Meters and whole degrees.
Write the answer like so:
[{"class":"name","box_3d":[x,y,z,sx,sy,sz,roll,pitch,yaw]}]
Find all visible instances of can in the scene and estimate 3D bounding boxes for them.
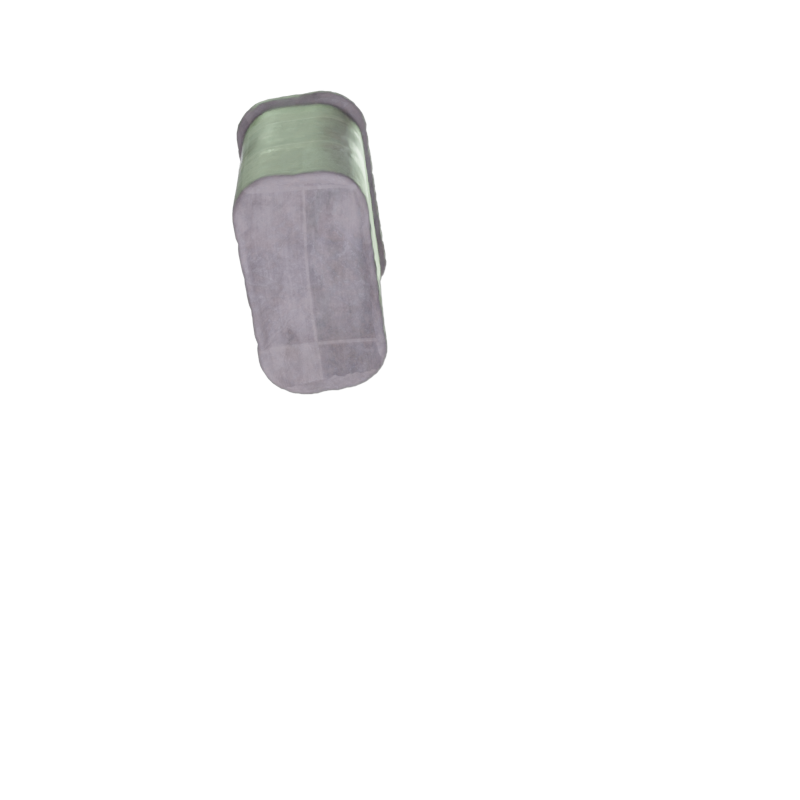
[{"class":"can","box_3d":[-0.036,-0.066,0.461,0.058,0.096,0.089,-8,30,2]}]
